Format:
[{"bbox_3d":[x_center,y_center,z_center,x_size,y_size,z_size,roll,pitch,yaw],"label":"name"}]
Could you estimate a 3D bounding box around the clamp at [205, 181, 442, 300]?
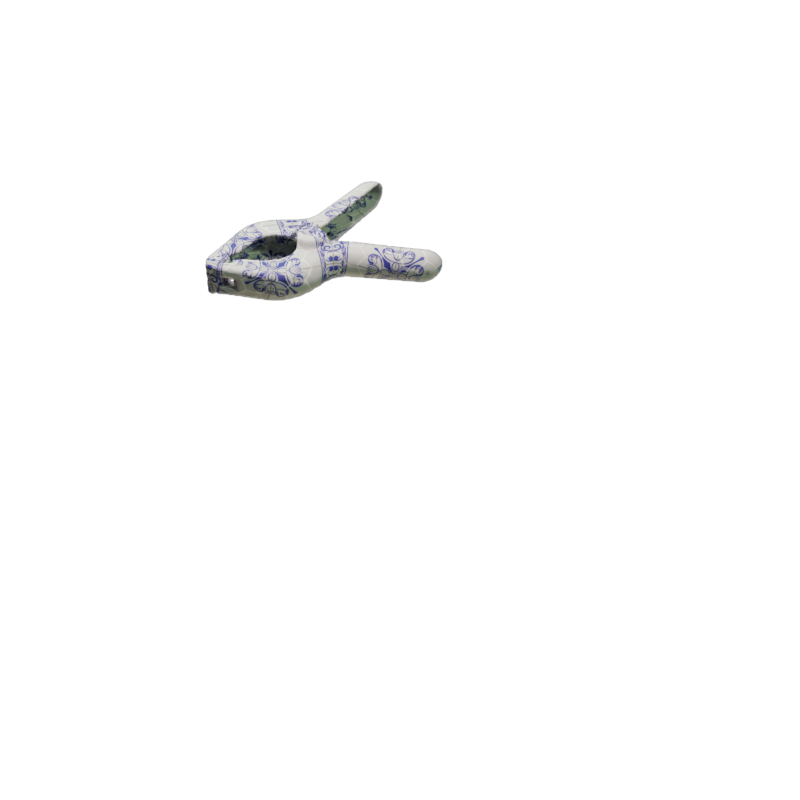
[{"bbox_3d":[-0.066,-0.120,0.841,0.169,0.037,0.129,-8,36,-12],"label":"clamp"}]
